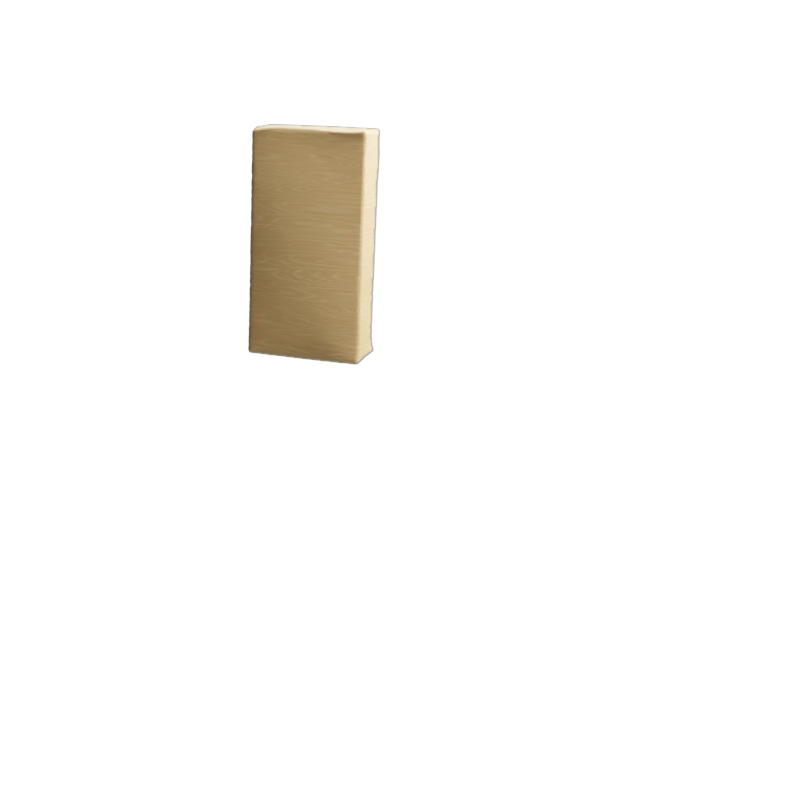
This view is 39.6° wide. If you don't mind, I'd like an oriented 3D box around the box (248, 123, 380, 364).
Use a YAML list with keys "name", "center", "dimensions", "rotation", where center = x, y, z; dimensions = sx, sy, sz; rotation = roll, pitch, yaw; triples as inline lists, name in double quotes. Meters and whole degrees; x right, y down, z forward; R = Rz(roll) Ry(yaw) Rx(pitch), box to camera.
- name: "box"
  center: [-0.067, -0.121, 0.848]
  dimensions: [0.096, 0.172, 0.048]
  rotation: [5, 12, 18]
